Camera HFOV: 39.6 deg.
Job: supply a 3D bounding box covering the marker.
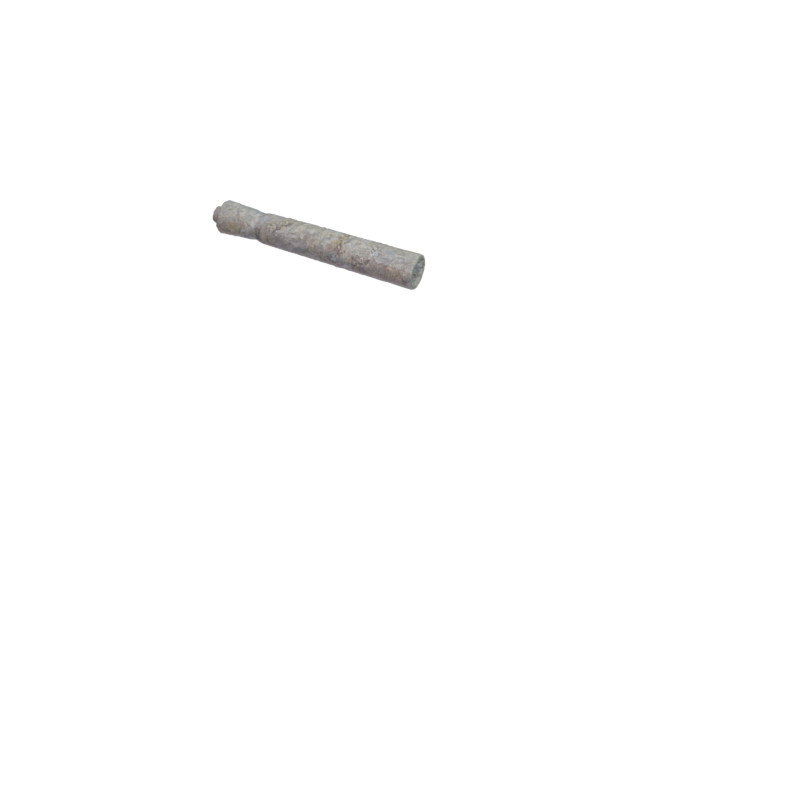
[{"bbox_3d":[-0.046,-0.083,0.583,0.126,0.019,0.019,19,11,23],"label":"marker"}]
